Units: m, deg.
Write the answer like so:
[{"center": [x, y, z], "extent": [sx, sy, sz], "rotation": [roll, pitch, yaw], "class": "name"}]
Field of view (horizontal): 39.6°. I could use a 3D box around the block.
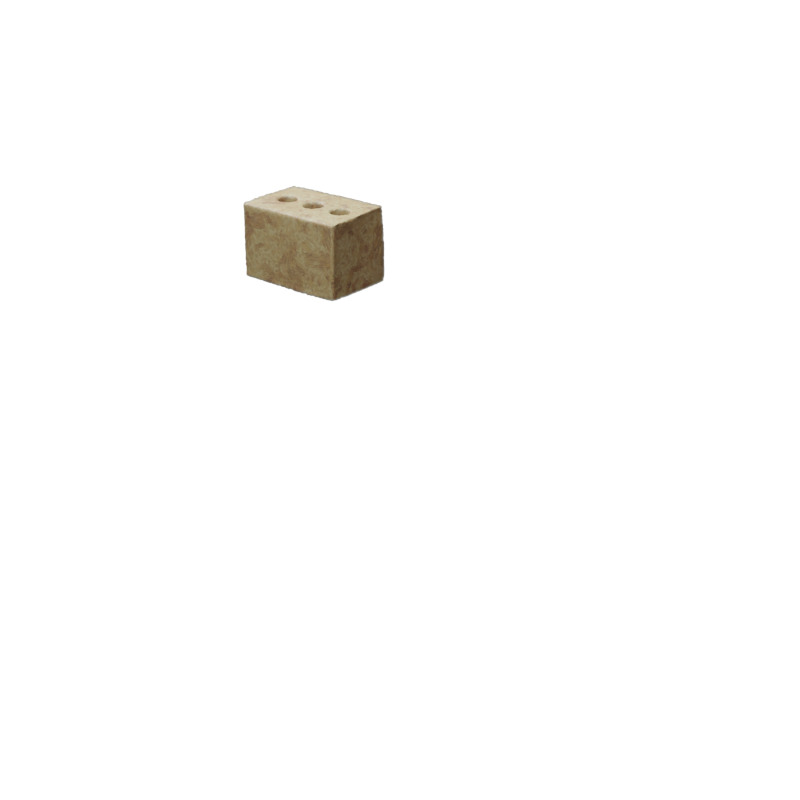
[{"center": [-0.056, -0.102, 0.717], "extent": [0.082, 0.049, 0.052], "rotation": [18, 28, 34], "class": "block"}]
